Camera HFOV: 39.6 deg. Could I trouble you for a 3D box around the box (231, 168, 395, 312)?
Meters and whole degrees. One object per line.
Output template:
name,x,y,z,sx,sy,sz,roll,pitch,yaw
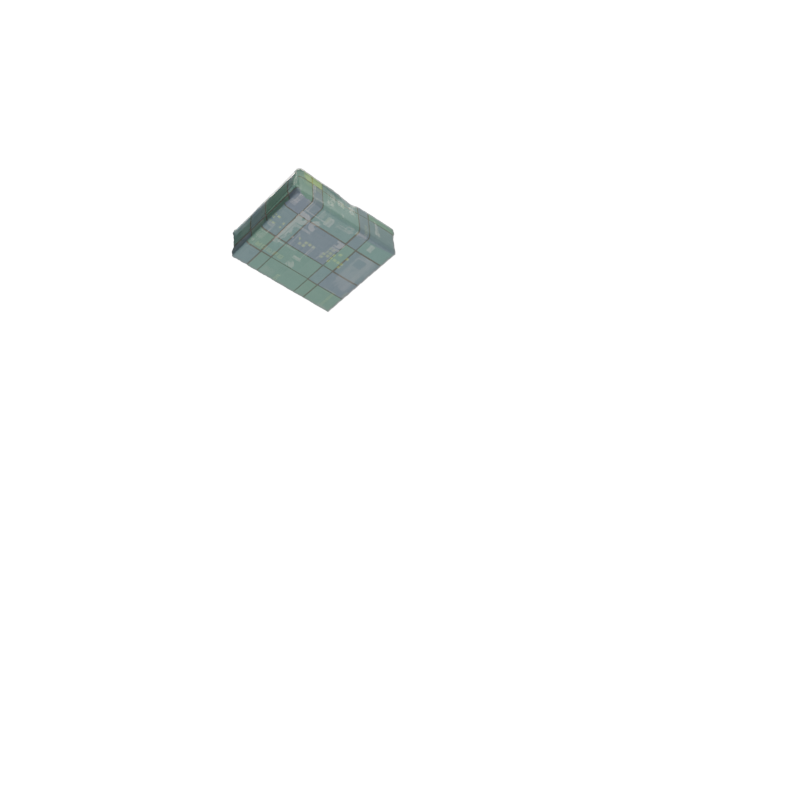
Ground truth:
box,-0.060,-0.109,0.764,0.084,0.032,0.072,31,-54,-27
